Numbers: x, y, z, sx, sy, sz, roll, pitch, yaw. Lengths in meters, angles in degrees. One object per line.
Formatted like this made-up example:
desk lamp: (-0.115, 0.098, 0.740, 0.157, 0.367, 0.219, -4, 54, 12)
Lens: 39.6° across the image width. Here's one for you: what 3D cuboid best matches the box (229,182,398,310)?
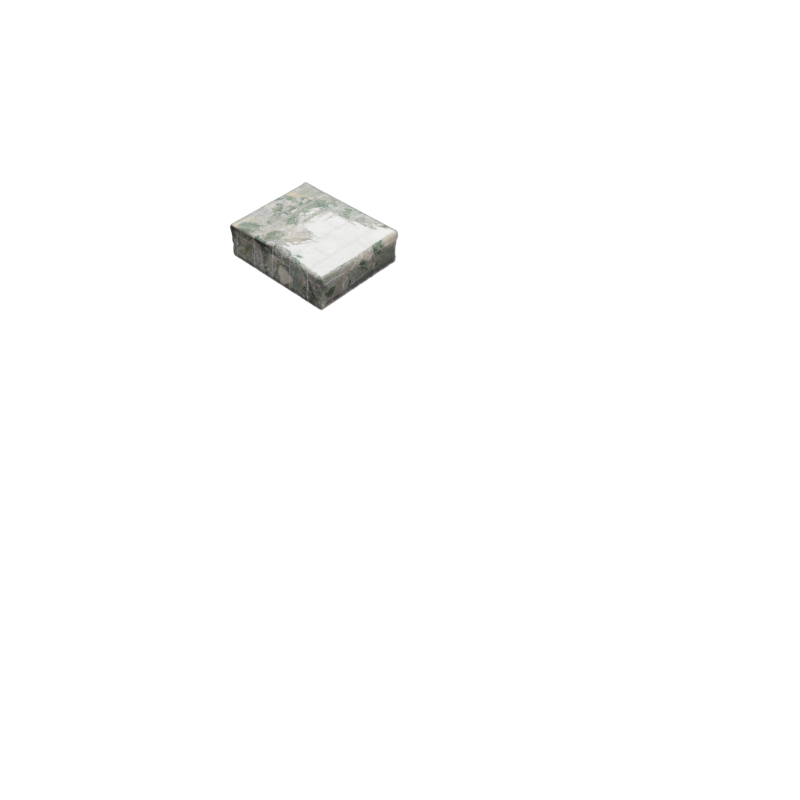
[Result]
box: (-0.059, -0.107, 0.747, 0.095, 0.028, 0.073, 32, 50, 31)
